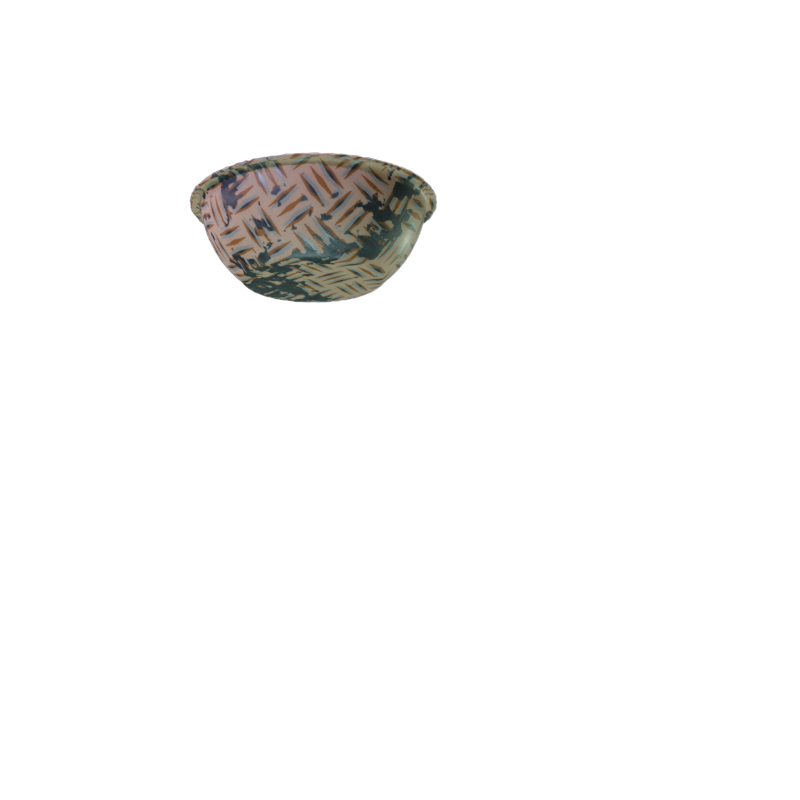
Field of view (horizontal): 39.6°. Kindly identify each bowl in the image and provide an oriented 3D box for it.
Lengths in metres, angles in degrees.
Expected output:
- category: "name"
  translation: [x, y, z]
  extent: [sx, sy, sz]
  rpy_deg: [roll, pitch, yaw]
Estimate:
- category: "bowl"
  translation: [-0.056, -0.103, 0.719]
  extent: [0.162, 0.057, 0.156]
  rpy_deg: [0, -15, -2]
